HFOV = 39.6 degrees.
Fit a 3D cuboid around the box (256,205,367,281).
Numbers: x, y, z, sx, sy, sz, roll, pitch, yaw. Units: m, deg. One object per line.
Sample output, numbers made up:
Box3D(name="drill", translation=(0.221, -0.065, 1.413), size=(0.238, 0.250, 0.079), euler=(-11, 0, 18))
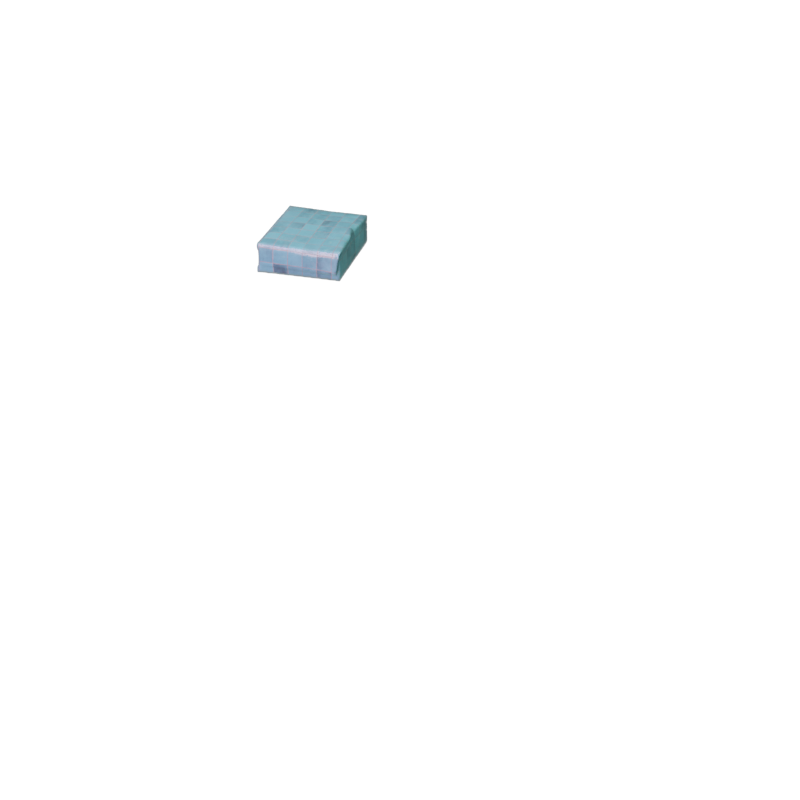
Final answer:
Box3D(name="box", translation=(-0.074, -0.135, 0.949), size=(0.075, 0.028, 0.092), euler=(8, 30, 13))
